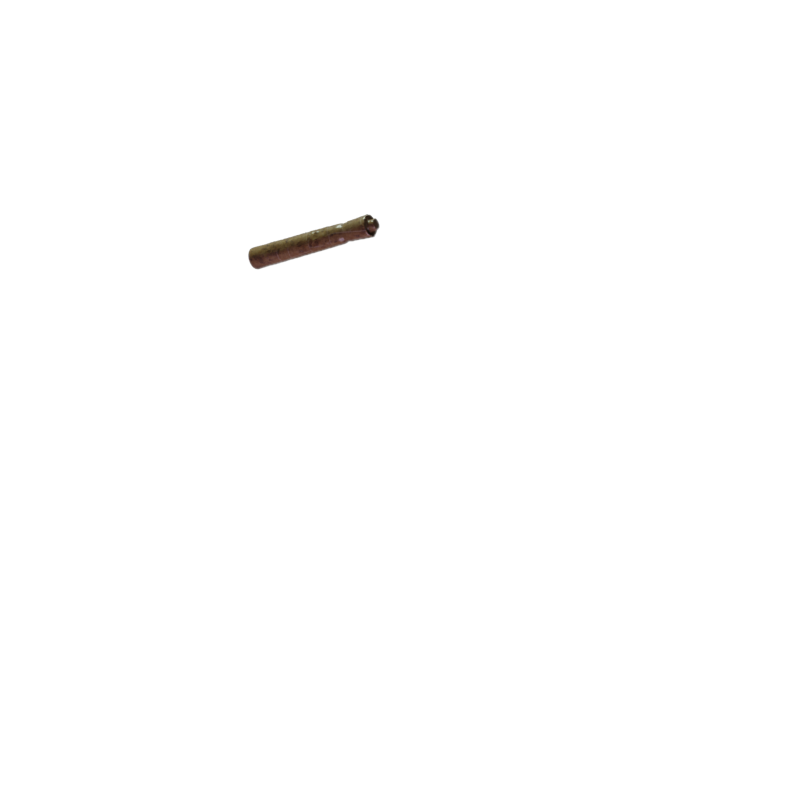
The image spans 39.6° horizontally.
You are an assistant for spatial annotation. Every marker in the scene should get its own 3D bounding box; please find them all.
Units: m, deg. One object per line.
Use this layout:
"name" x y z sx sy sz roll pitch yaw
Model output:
"marker" -0.070 -0.127 0.892 0.123 0.020 0.019 -11 -2 32
